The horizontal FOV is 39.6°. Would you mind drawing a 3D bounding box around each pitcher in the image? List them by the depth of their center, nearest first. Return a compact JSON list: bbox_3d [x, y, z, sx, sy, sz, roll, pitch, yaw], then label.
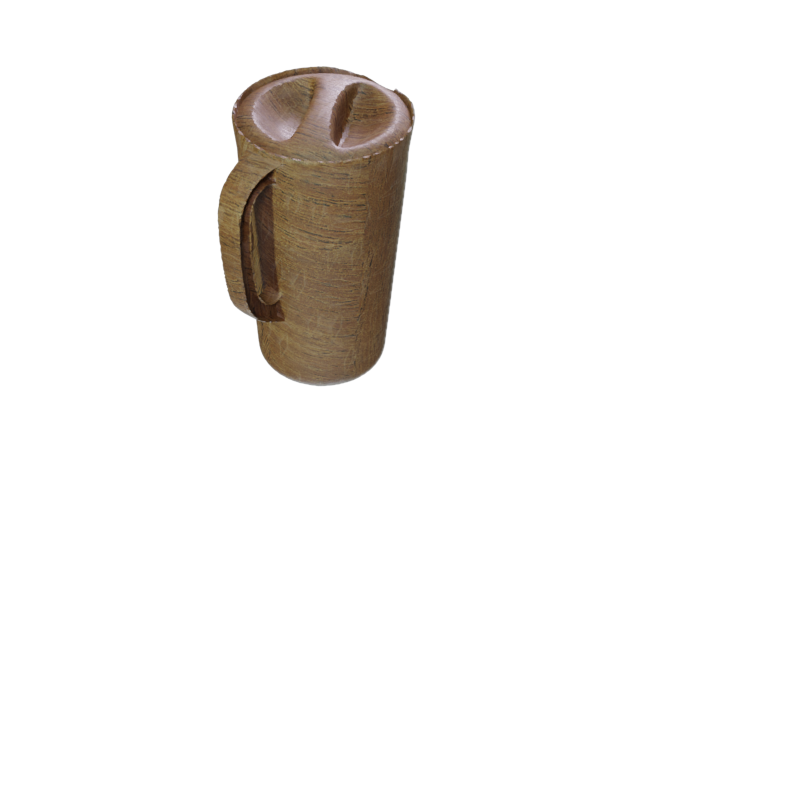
[{"bbox_3d":[-0.068,-0.124,0.869,0.148,0.227,0.156,-4,42,-8],"label":"pitcher"}]
